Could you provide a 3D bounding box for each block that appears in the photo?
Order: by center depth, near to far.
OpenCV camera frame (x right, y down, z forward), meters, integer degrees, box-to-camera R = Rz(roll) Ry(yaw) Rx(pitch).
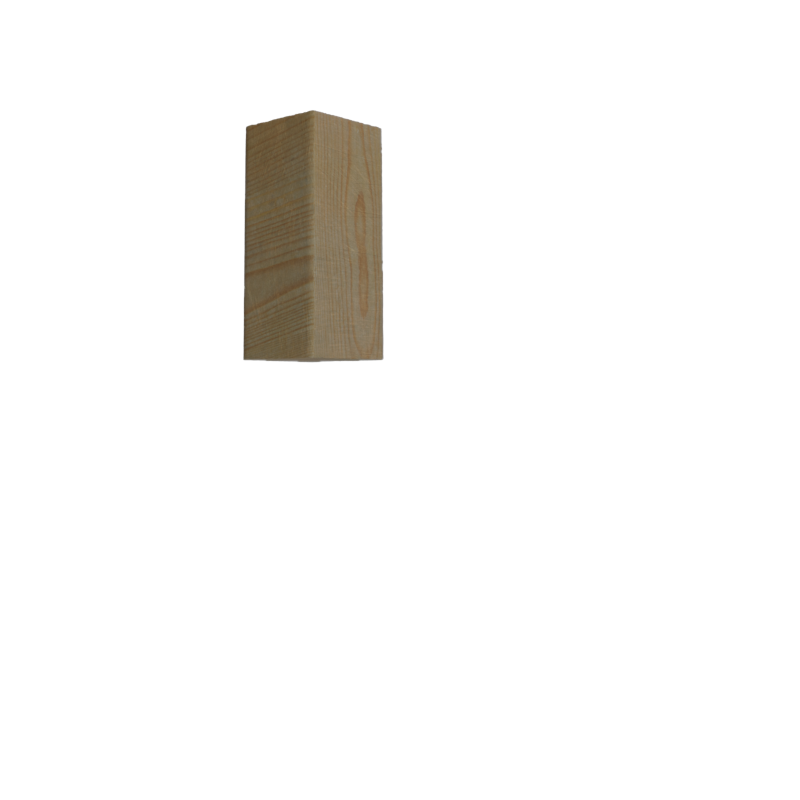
[{"bbox_3d":[-0.076,-0.138,0.971,0.093,0.210,0.086,-6,-9,42],"label":"block"}]
